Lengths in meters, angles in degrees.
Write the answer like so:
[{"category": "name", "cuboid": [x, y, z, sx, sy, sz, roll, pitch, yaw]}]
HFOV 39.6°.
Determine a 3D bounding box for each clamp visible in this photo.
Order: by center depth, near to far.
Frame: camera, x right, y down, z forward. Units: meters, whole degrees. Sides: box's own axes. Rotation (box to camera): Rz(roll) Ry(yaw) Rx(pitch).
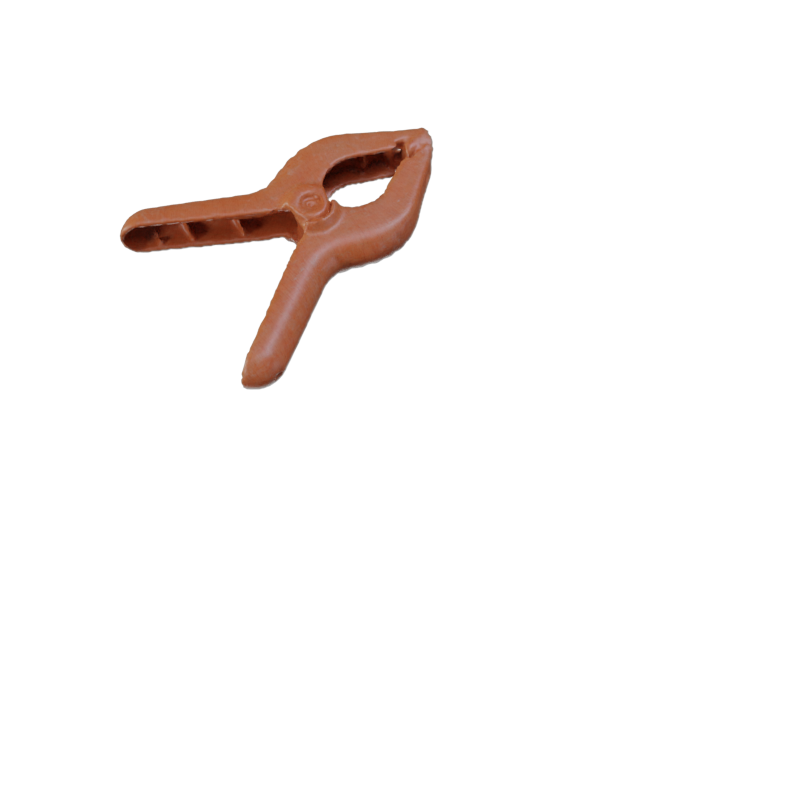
[{"category": "clamp", "cuboid": [-0.045, -0.081, 0.571, 0.171, 0.127, 0.037, -28, -23, -14]}]
